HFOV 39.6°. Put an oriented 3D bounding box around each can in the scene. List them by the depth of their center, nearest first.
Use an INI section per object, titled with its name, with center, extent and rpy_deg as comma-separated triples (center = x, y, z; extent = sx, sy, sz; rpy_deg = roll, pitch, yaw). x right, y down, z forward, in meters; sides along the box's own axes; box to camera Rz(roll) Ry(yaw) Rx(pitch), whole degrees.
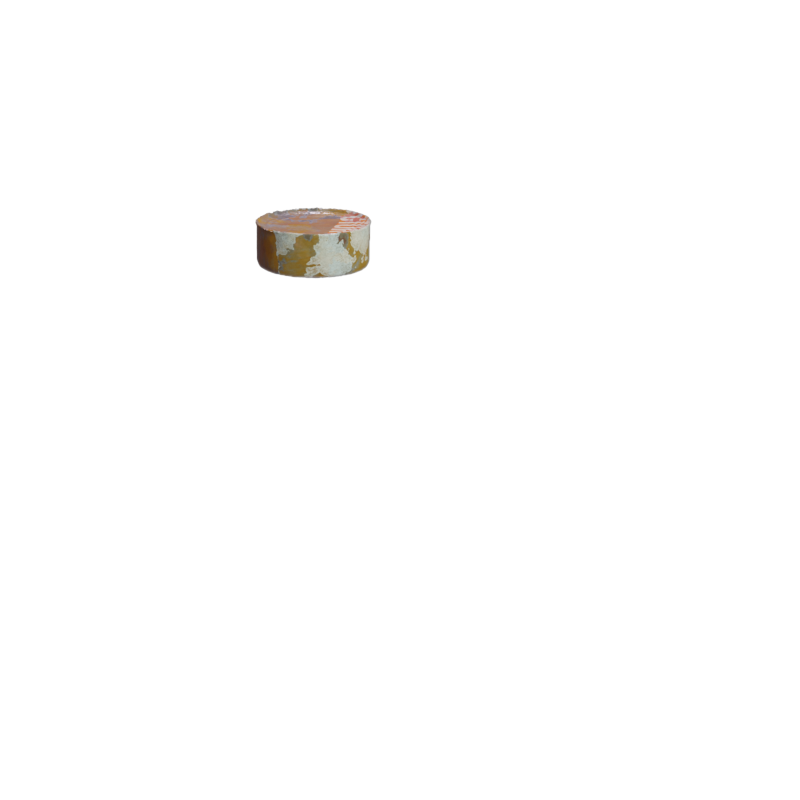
[can]
center = -0.065, -0.118, 0.825
extent = 0.086, 0.032, 0.090
rpy_deg = -1, 21, -2
